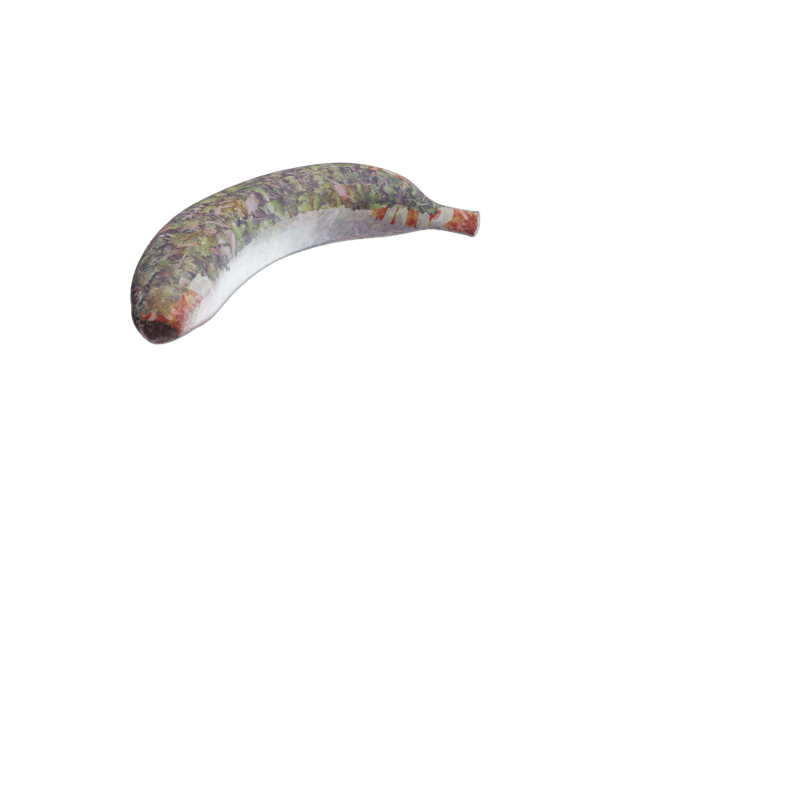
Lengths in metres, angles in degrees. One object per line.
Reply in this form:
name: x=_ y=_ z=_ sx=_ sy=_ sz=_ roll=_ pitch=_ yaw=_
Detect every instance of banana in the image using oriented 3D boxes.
banana: x=-0.047 y=-0.069 z=0.452 sx=0.073 sy=0.035 sz=0.196 roll=17 pitch=30 yaw=34
